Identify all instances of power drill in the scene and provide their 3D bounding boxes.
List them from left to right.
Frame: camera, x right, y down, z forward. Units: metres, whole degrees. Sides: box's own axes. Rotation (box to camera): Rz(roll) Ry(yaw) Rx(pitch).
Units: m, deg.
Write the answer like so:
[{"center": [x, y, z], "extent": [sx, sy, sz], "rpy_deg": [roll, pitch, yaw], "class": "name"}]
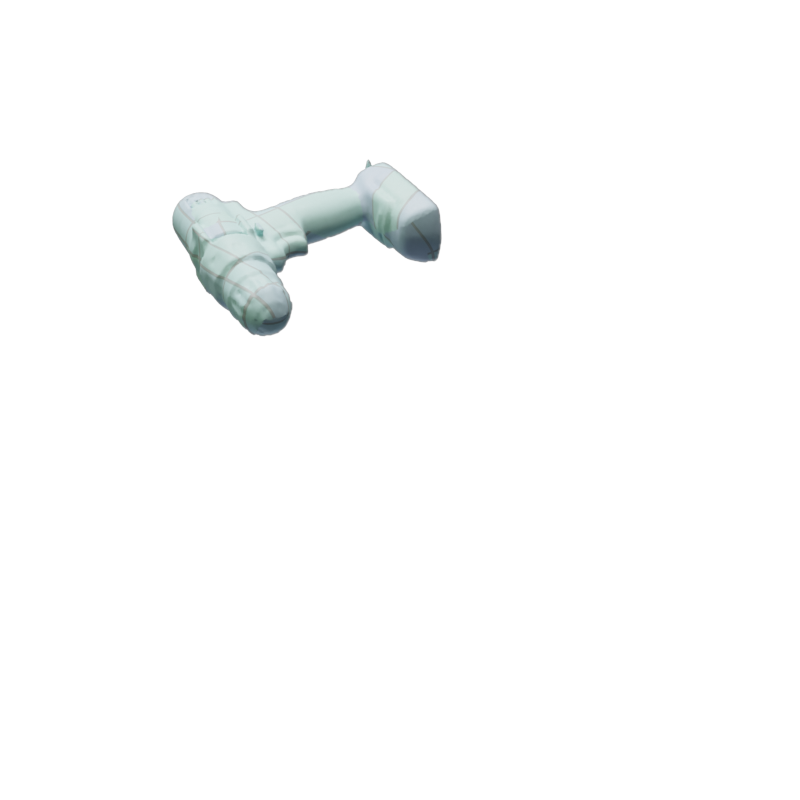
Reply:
[{"center": [-0.067, -0.122, 0.852], "extent": [0.185, 0.054, 0.199], "rpy_deg": [-15, 38, -20], "class": "power drill"}]
